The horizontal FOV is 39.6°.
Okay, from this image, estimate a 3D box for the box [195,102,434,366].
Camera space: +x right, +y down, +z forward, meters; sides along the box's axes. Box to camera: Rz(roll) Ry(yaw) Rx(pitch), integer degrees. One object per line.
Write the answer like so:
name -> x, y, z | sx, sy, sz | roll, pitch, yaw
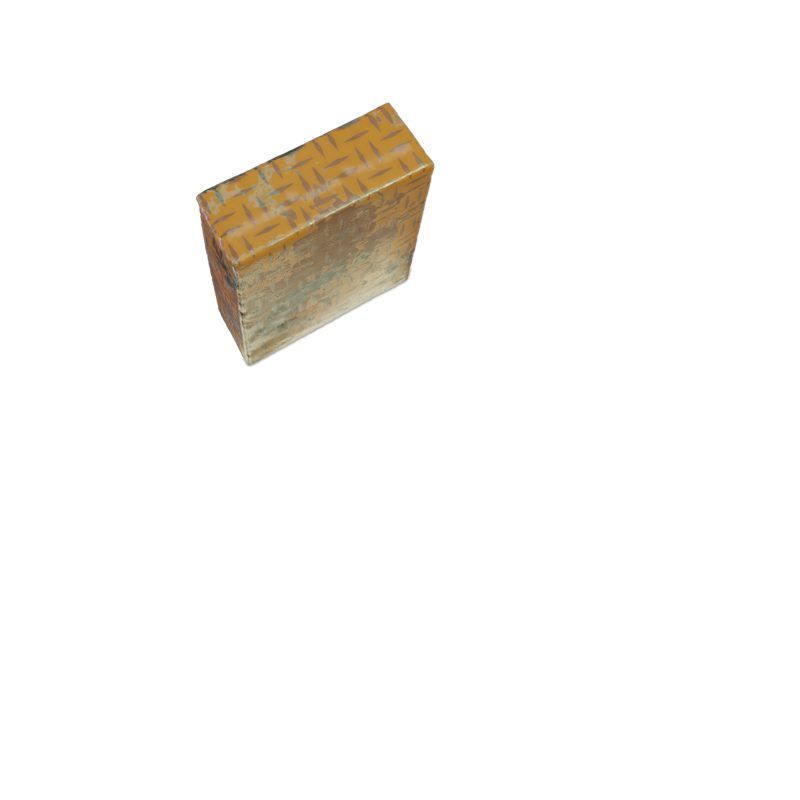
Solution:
box -> -0.068, -0.125, 0.874 | 0.164, 0.075, 0.204 | -29, -15, -13
